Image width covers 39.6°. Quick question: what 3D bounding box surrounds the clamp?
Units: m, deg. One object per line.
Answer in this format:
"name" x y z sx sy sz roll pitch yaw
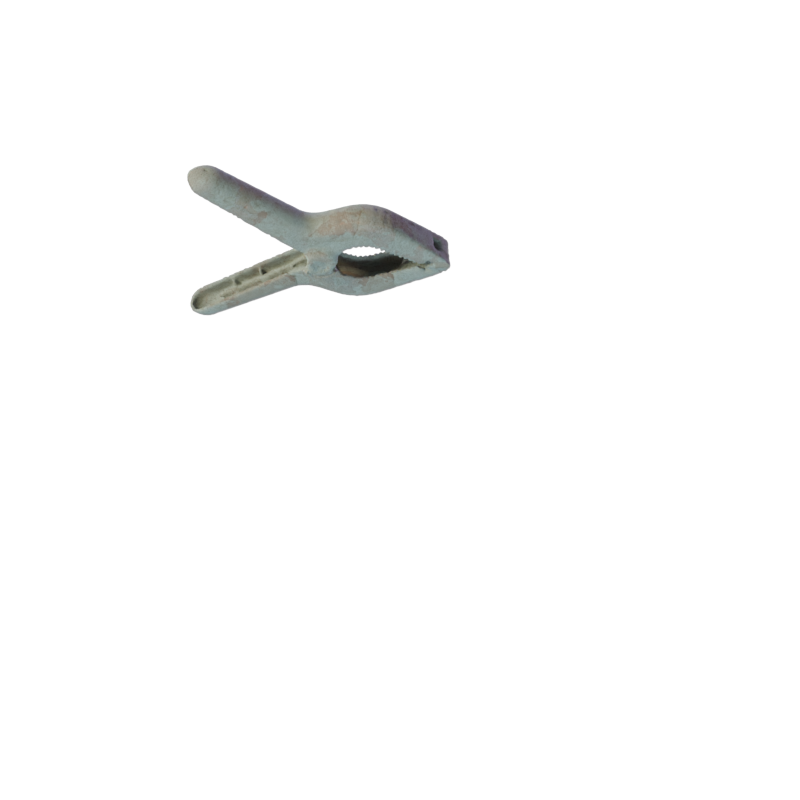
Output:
"clamp" -0.067 -0.122 0.853 0.210 0.039 0.153 -1 -34 1
